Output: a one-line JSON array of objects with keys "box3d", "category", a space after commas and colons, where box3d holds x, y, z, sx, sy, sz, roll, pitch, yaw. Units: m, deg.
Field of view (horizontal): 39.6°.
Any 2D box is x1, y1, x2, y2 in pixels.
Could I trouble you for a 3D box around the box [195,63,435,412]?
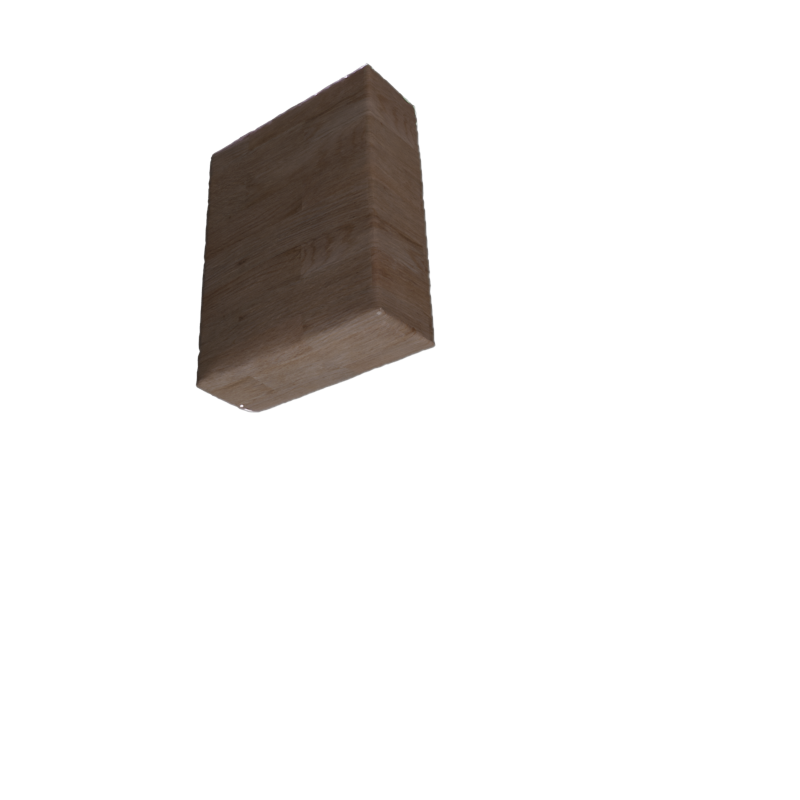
[{"box3d": [-0.063, -0.115, 0.809, 0.165, 0.228, 0.067, -23, -38, 30], "category": "box"}]
